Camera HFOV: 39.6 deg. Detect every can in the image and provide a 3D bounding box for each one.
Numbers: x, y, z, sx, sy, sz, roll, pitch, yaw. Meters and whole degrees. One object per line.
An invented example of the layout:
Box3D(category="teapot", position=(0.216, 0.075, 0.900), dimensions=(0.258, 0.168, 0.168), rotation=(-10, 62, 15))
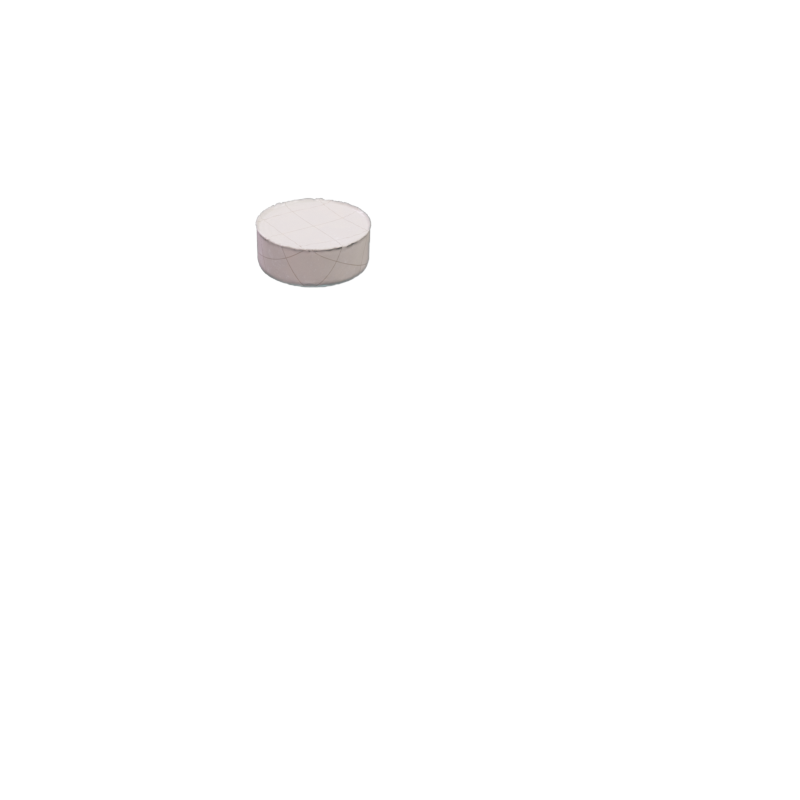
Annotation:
Box3D(category="can", position=(-0.065, -0.118, 0.829), dimensions=(0.086, 0.032, 0.091), rotation=(-1, 33, -2))
